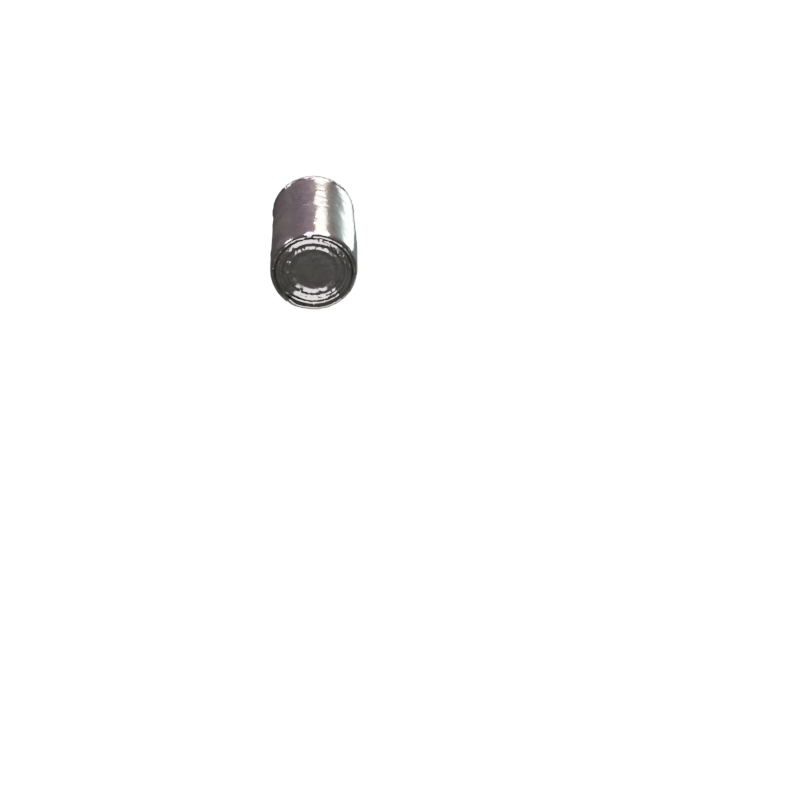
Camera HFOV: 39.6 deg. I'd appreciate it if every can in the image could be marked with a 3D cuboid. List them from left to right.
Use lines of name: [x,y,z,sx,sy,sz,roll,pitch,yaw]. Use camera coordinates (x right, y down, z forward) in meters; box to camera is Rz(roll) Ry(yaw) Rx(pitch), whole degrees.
can: [-0.069,-0.125,0.878,0.068,0.064,0.109,-1,33,-3]
